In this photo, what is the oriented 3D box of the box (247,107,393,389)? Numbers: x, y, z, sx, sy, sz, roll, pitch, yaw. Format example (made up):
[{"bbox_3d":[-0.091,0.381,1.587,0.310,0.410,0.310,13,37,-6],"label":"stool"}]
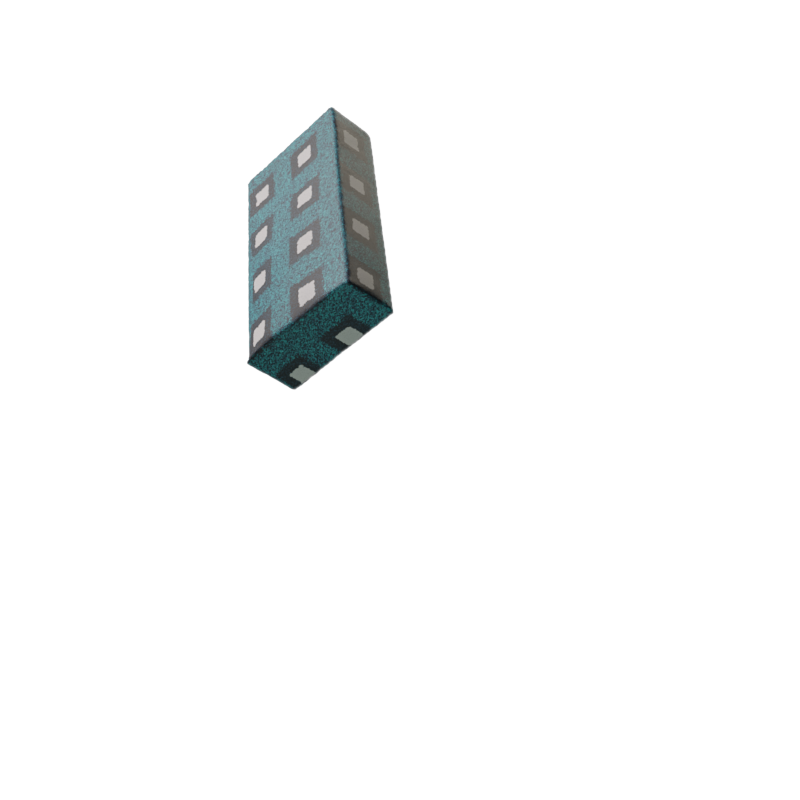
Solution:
[{"bbox_3d":[-0.056,-0.103,0.722,0.045,0.189,0.092,34,-56,-32],"label":"box"}]
